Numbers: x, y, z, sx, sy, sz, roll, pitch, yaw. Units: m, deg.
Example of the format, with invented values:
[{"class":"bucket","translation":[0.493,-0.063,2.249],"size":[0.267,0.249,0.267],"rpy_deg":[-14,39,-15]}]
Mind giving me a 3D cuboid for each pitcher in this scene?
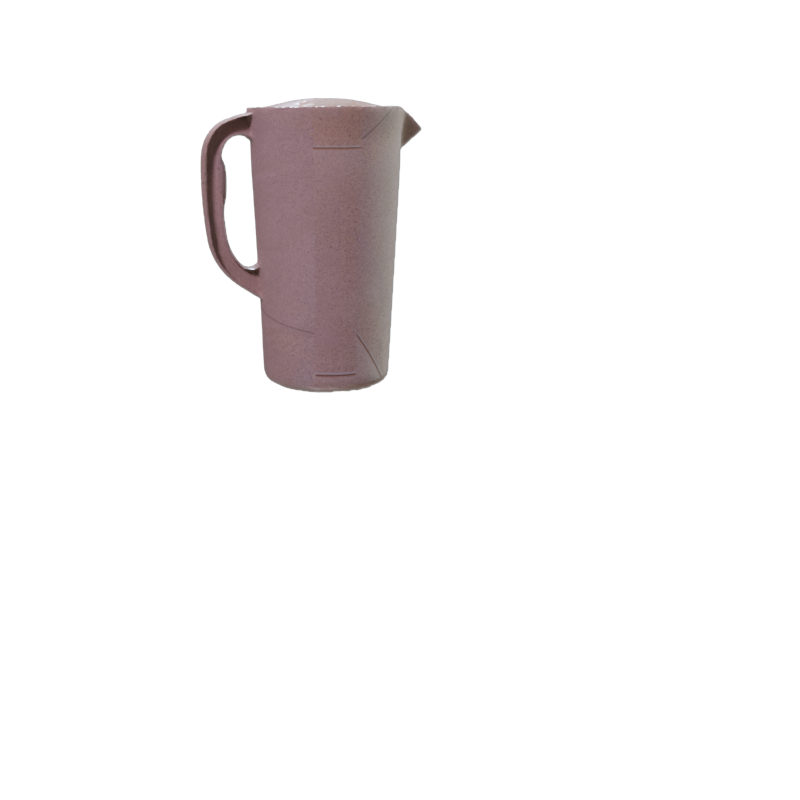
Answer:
[{"class":"pitcher","translation":[-0.074,-0.135,0.946],"size":[0.155,0.239,0.142],"rpy_deg":[5,9,28]}]
